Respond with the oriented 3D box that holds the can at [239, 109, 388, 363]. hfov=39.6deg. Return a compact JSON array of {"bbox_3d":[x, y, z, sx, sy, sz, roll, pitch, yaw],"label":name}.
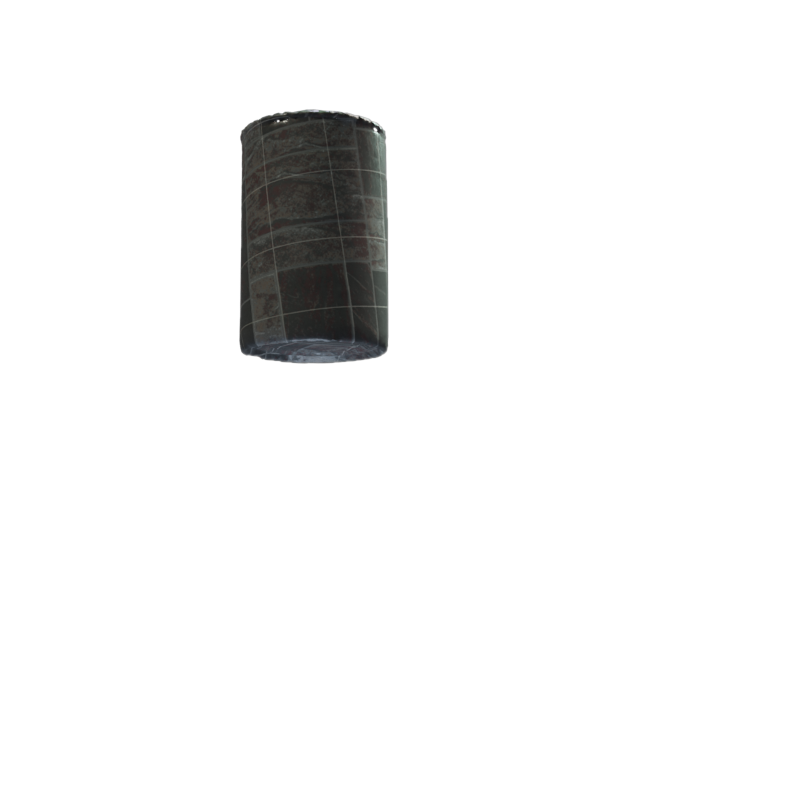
[{"bbox_3d":[-0.039,-0.072,0.503,0.068,0.106,0.067,0,-12,-2],"label":"can"}]
